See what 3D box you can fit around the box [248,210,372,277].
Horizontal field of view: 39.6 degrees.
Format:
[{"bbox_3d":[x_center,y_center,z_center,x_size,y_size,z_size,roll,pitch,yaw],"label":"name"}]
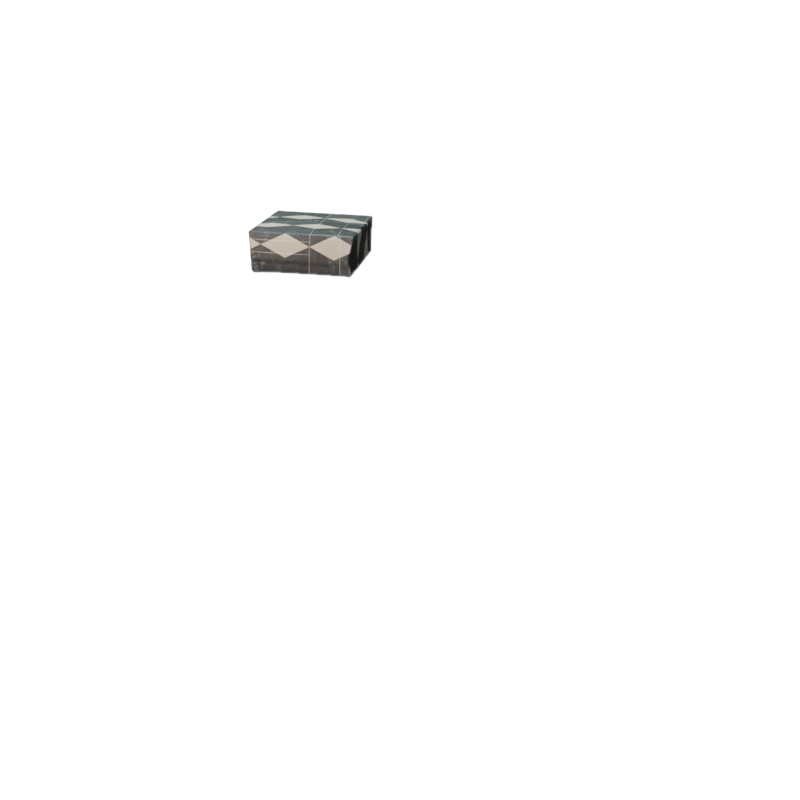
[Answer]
[{"bbox_3d":[-0.076,-0.138,0.967,0.091,0.037,0.116,3,20,8],"label":"box"}]
